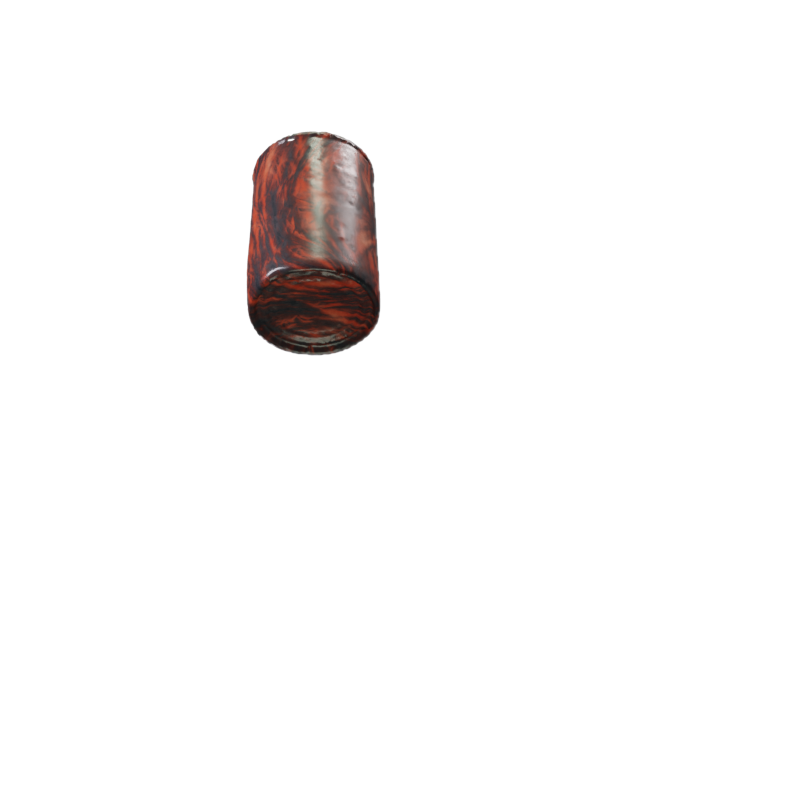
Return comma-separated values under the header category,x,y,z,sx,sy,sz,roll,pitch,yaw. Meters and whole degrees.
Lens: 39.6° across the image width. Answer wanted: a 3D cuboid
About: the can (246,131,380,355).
category,x,y,z,sx,sy,sz,roll,pitch,yaw
can,-0.046,-0.083,0.582,0.068,0.110,0.064,-1,-42,-3
